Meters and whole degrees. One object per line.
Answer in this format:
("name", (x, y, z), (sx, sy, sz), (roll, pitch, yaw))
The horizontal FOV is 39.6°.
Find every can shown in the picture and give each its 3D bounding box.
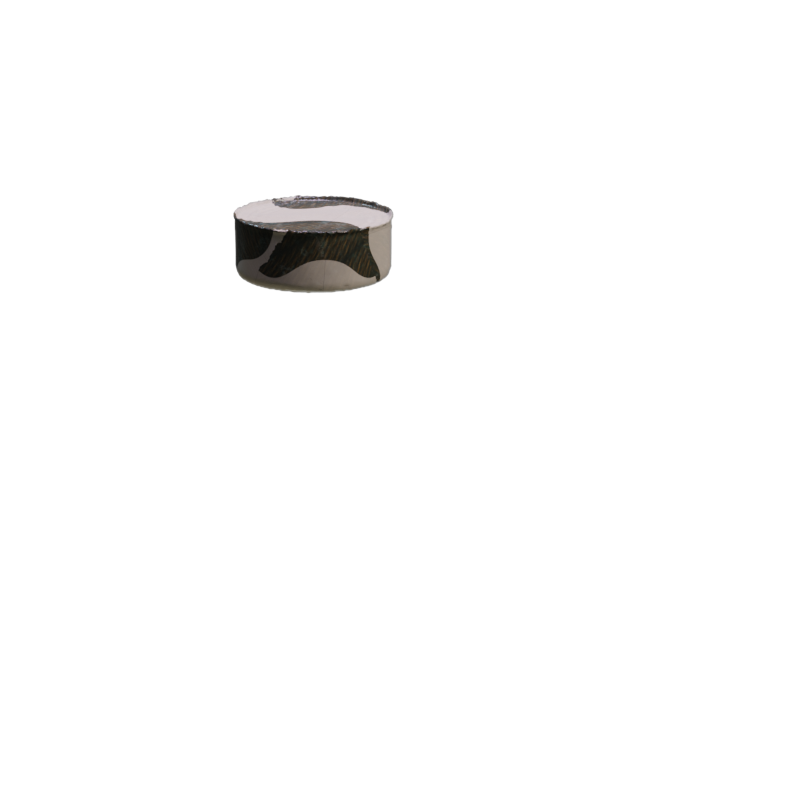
("can", (-0.047, -0.085, 0.598), (0.086, 0.032, 0.090), (-1, 21, -2))
